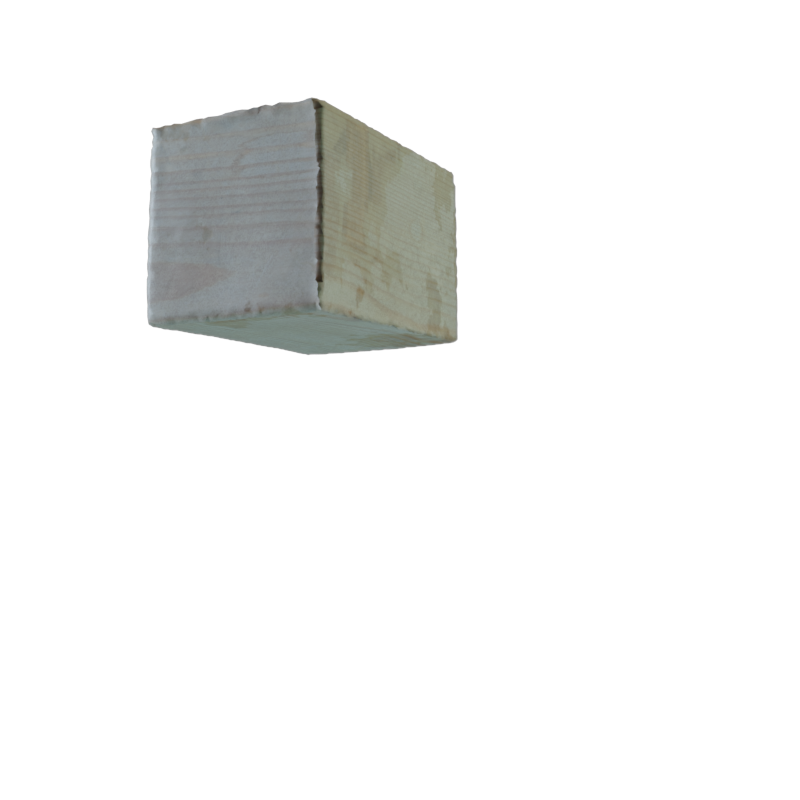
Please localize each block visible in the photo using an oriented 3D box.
[{"bbox_3d":[-0.023,-0.042,0.297,0.054,0.052,0.074,-5,-8,28],"label":"block"}]
